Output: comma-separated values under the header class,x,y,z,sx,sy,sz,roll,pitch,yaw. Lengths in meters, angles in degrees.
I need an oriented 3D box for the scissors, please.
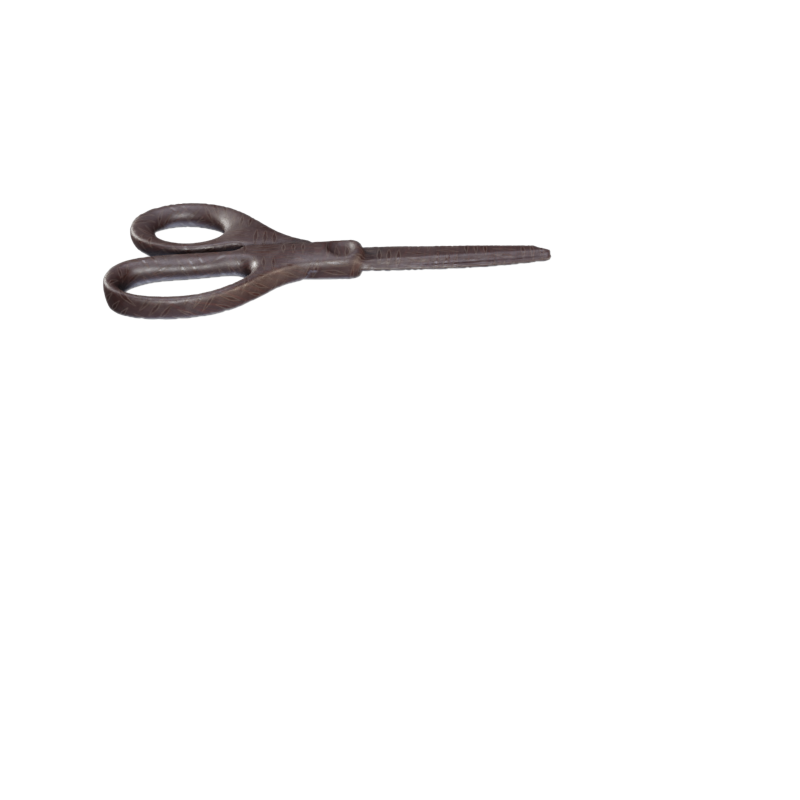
class,x,y,z,sx,sy,sz,roll,pitch,yaw
scissors,-0.041,-0.075,0.524,0.199,0.015,0.104,-12,38,-16
